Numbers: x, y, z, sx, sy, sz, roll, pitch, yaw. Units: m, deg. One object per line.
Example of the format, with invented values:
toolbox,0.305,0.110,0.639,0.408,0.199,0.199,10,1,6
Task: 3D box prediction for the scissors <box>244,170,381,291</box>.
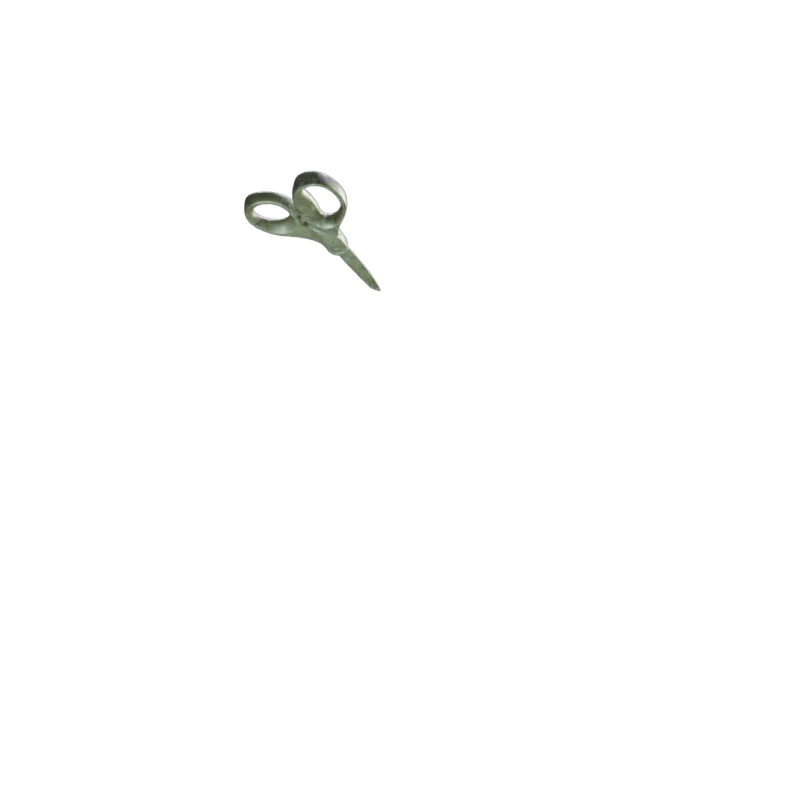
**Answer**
scissors,-0.077,-0.140,0.977,0.097,0.017,0.188,-3,-25,6
